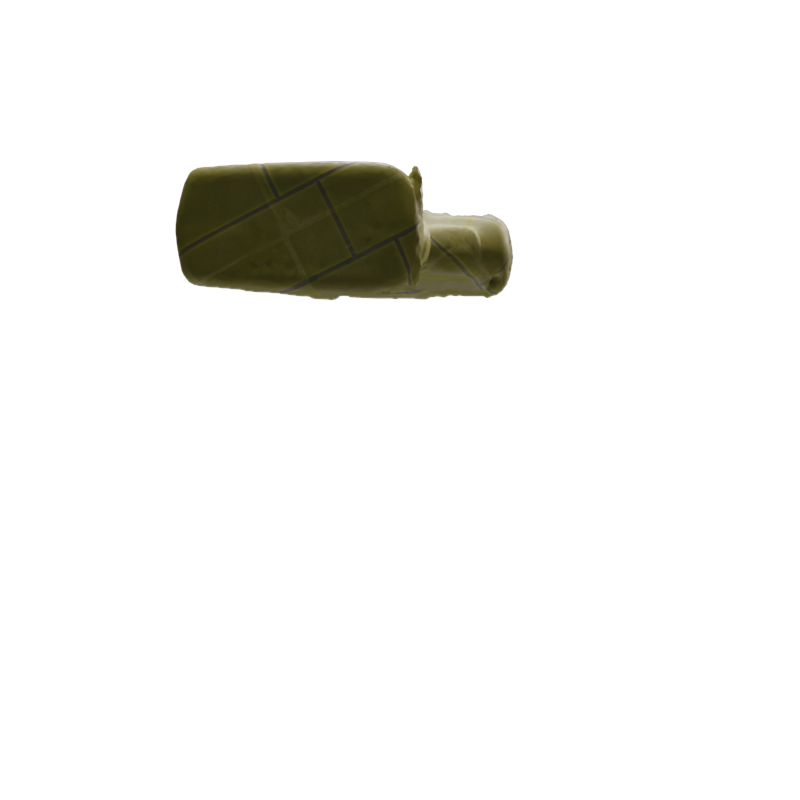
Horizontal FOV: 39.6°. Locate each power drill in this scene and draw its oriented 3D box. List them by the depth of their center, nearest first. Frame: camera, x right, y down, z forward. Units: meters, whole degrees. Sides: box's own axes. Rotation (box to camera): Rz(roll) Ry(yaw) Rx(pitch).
[{"bbox_3d":[-0.044,-0.079,0.557,0.188,0.057,0.184,1,4,13],"label":"power drill"}]
